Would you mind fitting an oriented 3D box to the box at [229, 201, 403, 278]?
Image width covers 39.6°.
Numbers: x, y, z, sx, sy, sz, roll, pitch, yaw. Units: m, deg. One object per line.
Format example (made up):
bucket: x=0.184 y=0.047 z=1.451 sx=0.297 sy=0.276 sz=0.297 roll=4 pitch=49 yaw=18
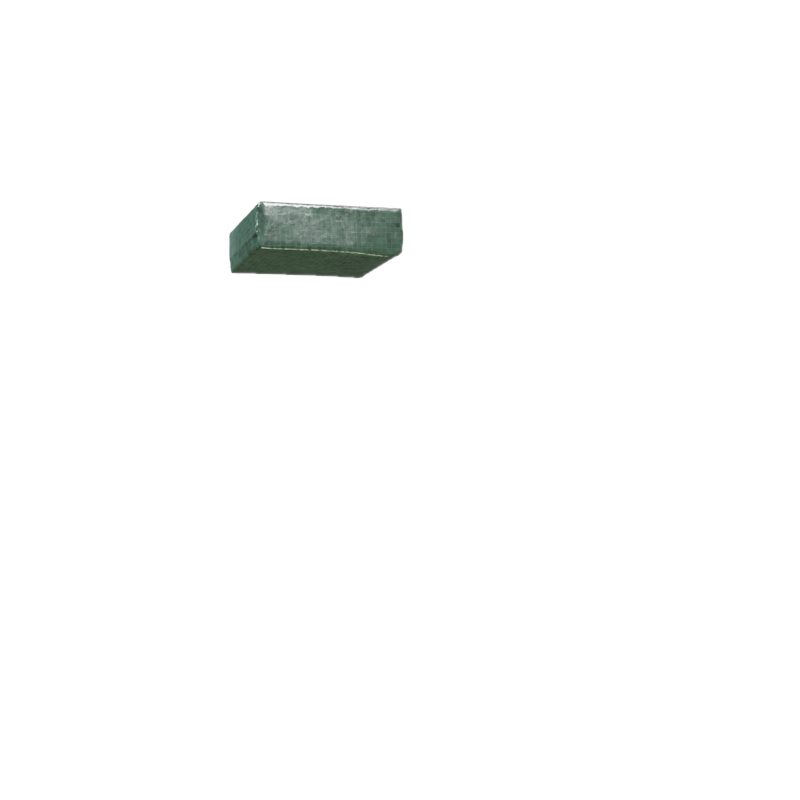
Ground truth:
box: x=-0.066 y=-0.120 z=0.837 sx=0.111 sy=0.040 sz=0.090 roll=2 pitch=-7 yaw=-19
